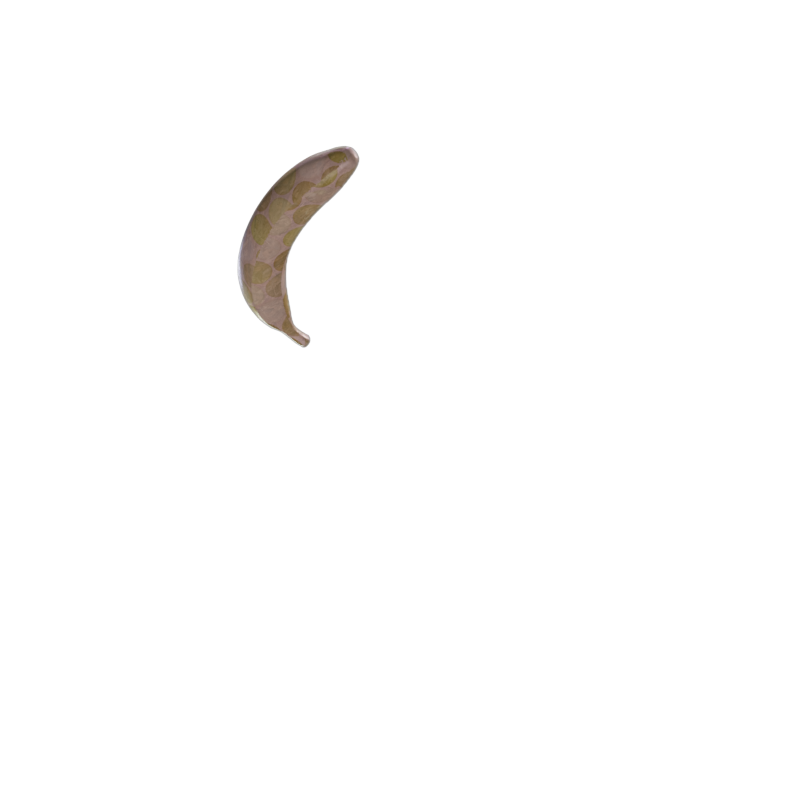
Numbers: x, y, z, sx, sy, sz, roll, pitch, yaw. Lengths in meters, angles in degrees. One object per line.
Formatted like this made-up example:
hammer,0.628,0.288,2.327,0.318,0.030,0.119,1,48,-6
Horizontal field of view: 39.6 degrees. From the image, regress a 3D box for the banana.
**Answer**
banana,-0.084,-0.119,0.833,0.068,0.039,0.187,9,-44,-11
